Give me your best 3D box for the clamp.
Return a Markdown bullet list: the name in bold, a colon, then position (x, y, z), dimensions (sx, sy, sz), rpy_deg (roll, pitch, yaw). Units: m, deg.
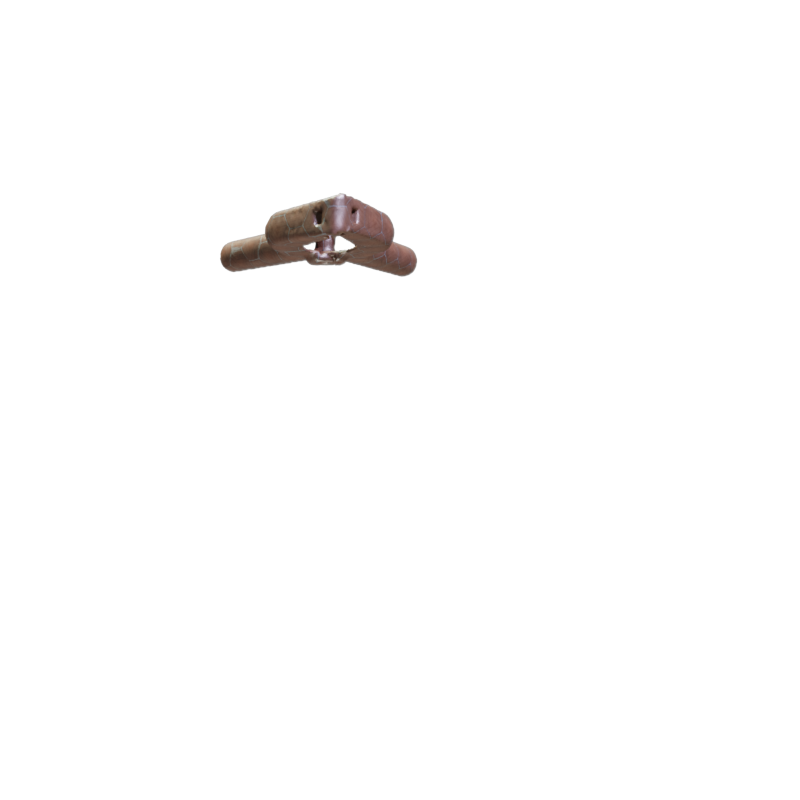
- **clamp**: position (-0.067, -0.122, 0.851), dimensions (0.165, 0.037, 0.206), rpy_deg (0, -2, 1)
